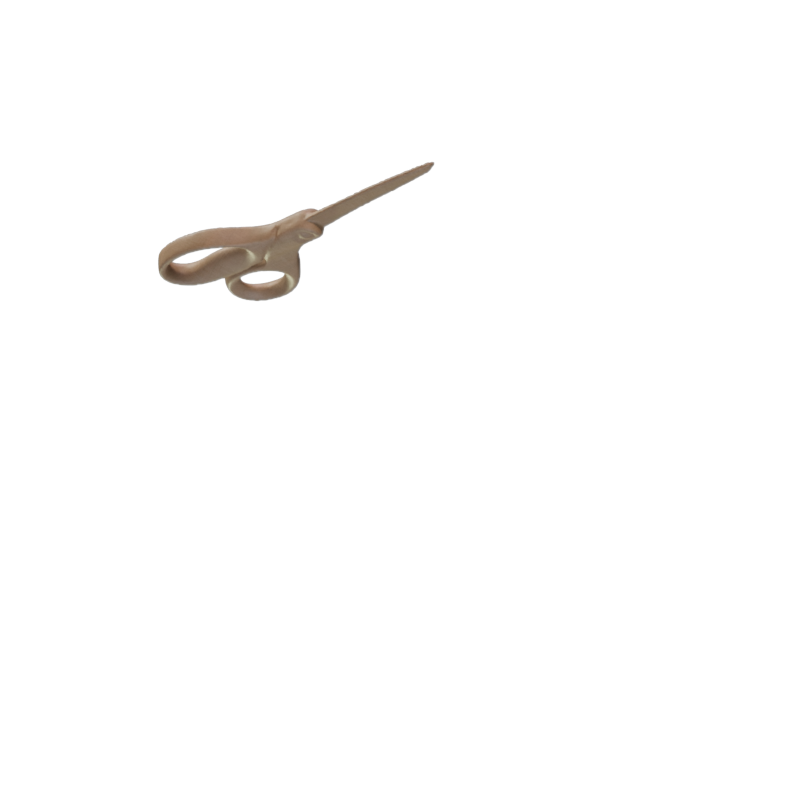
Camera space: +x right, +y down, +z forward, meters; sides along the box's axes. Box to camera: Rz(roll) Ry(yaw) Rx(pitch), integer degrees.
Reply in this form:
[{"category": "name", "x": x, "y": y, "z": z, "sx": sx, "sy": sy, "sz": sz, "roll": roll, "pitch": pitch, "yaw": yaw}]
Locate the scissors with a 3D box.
[{"category": "scissors", "x": -0.051, "y": -0.093, "z": 0.653, "sx": 0.205, "sy": 0.017, "sz": 0.090, "roll": -10, "pitch": -21, "yaw": 28}]
